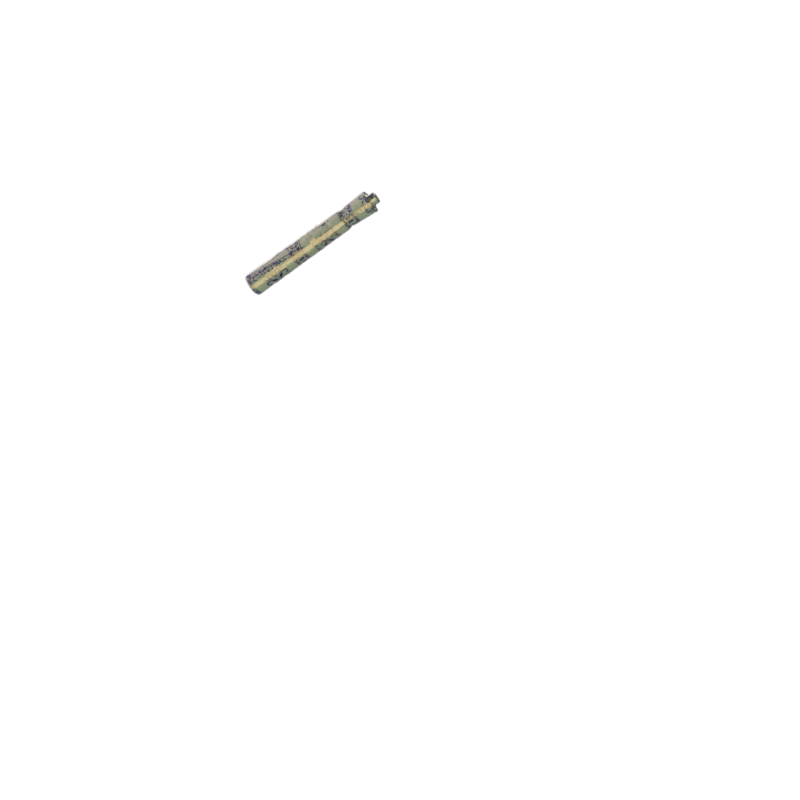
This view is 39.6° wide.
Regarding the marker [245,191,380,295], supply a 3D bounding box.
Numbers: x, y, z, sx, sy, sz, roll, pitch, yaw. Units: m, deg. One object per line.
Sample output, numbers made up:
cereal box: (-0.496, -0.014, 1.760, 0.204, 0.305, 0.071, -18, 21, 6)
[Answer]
marker: (-0.067, -0.122, 0.852, 0.120, 0.020, 0.019, -33, -5, 14)
